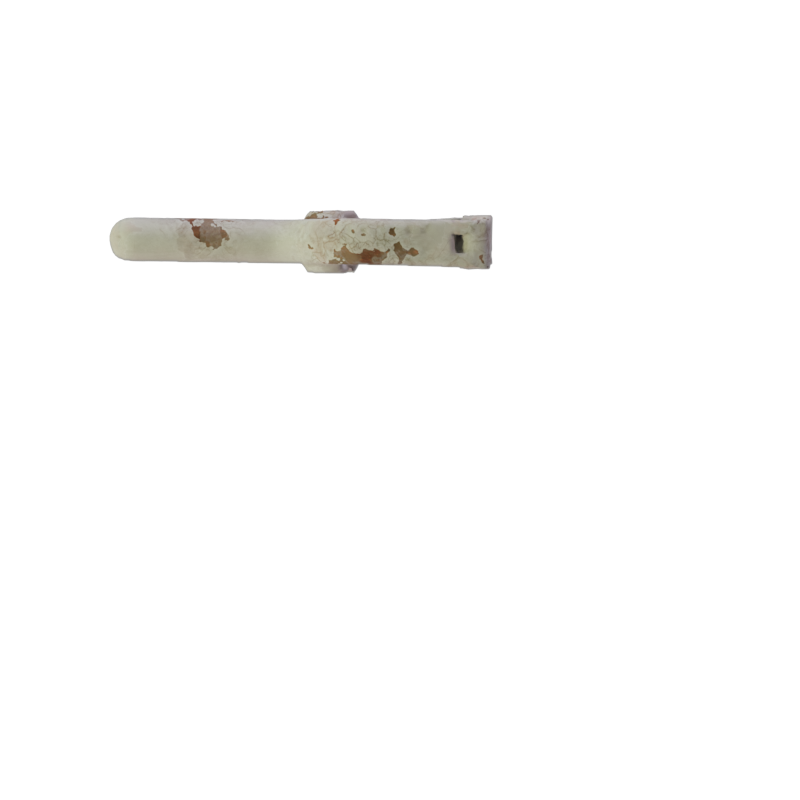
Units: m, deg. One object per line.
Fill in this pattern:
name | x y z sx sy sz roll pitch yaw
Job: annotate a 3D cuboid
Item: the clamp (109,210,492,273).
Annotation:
clamp | -0.050 -0.091 0.636 0.219 0.036 0.159 7 11 38
